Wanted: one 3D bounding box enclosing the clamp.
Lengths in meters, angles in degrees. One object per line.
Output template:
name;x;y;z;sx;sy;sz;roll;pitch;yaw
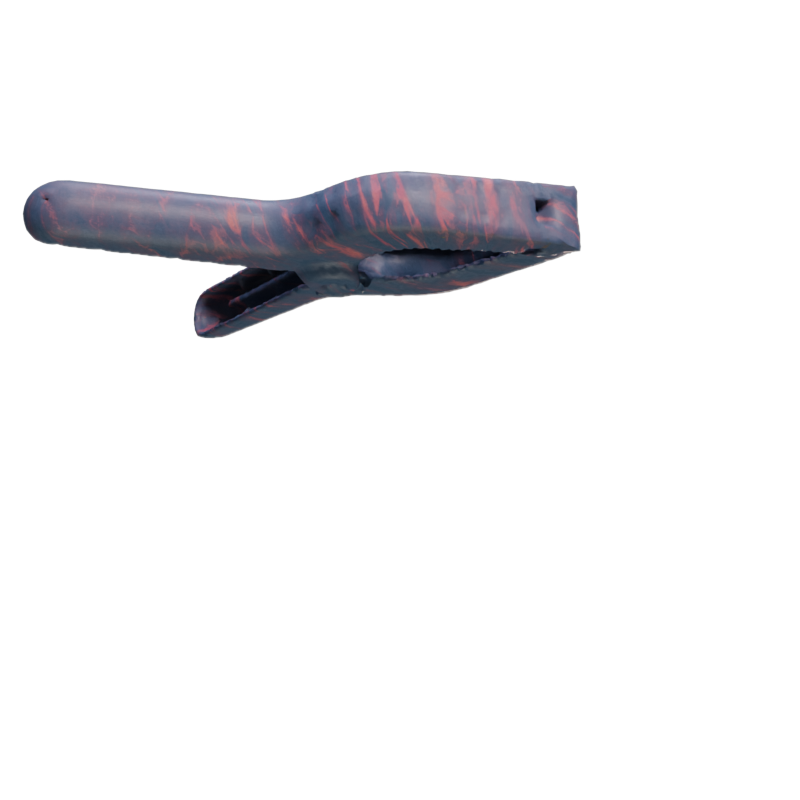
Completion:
clamp;-0.036;-0.065;0.458;0.214;0.038;0.155;-6;-13;24
